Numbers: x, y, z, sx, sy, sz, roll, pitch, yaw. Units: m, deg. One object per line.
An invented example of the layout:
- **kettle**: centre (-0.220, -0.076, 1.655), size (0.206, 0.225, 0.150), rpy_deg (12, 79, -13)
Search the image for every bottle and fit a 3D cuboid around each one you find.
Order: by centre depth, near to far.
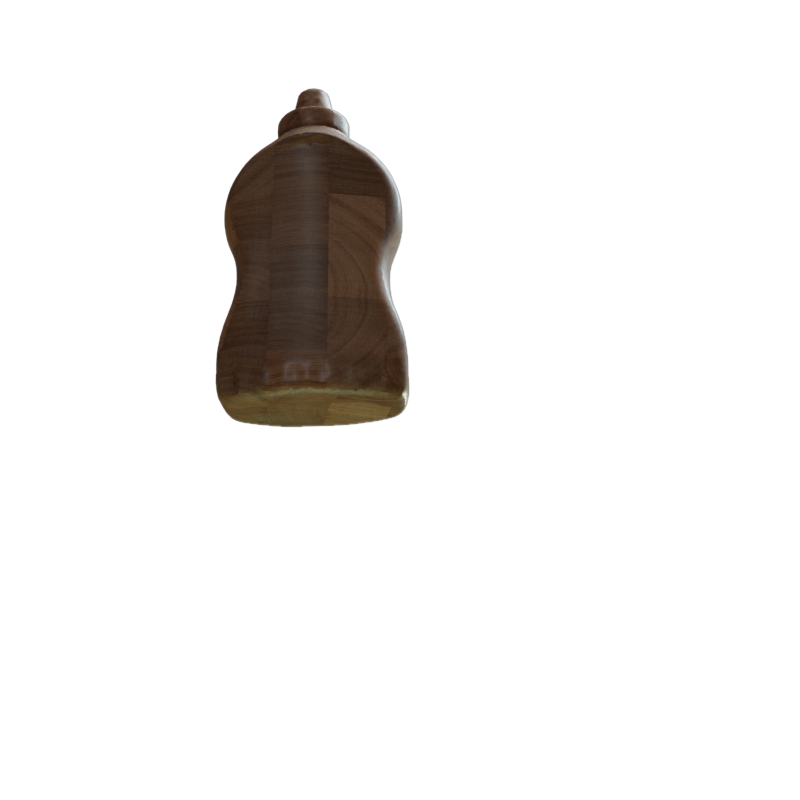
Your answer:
- **bottle**: centre (-0.047, -0.085, 0.595), size (0.097, 0.203, 0.055), rpy_deg (-4, -26, 5)
